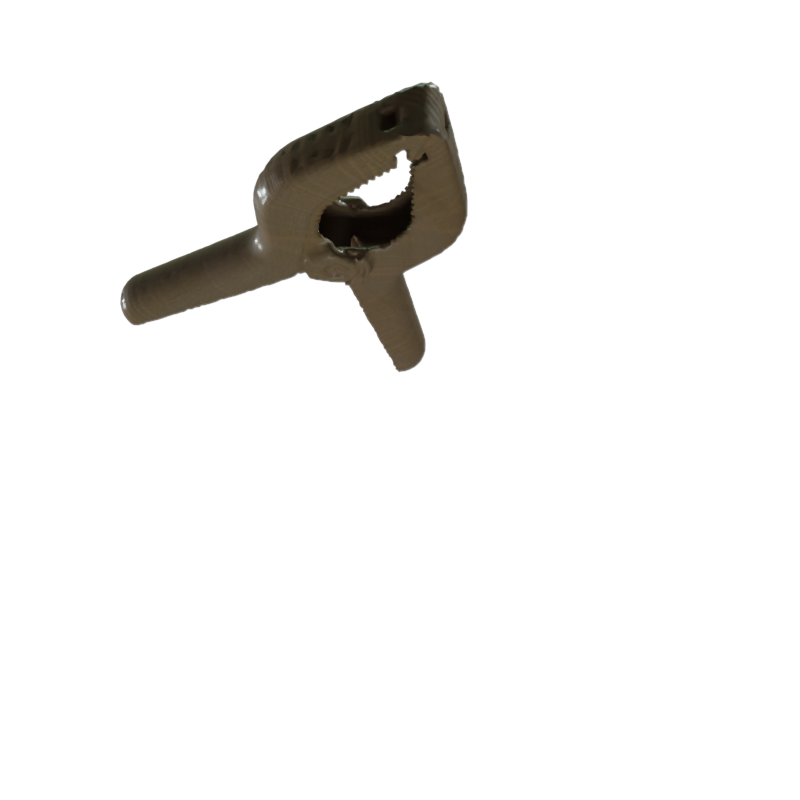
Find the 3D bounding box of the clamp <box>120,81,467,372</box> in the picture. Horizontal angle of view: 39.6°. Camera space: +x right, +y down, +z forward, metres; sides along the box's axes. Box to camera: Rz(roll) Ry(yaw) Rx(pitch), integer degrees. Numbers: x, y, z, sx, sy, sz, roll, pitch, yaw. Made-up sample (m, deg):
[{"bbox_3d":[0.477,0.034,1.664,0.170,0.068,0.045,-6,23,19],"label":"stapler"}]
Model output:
[{"bbox_3d":[-0.040,-0.073,0.511,0.161,0.039,0.202,7,-27,-14],"label":"clamp"}]
